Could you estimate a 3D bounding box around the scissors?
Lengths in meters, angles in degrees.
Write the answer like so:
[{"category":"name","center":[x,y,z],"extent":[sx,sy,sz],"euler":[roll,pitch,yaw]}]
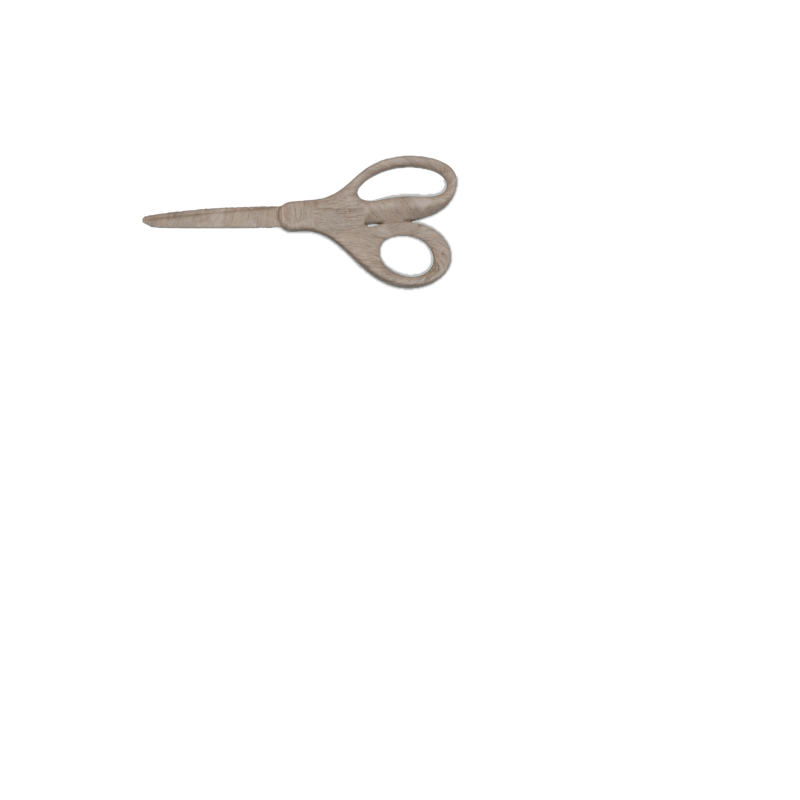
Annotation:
[{"category":"scissors","center":[-0.055,-0.101,0.707],"extent":[0.201,0.100,0.015],"euler":[-17,-16,-5]}]
